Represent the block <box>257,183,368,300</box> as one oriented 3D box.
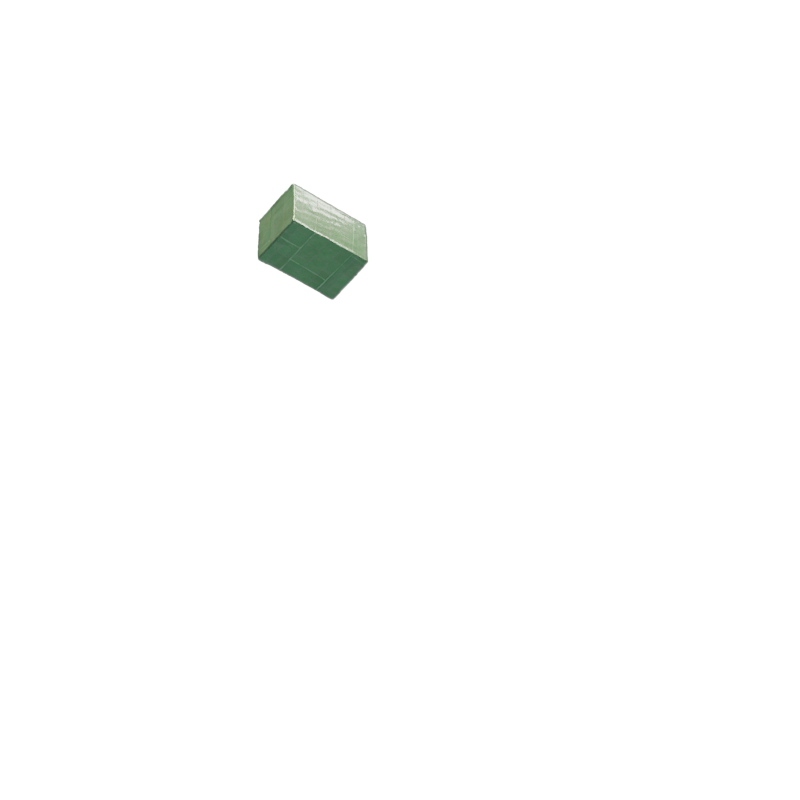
[{"bbox_3d":[-0.072,-0.131,0.920,0.074,0.055,0.052,29,-54,-25],"label":"block"}]
